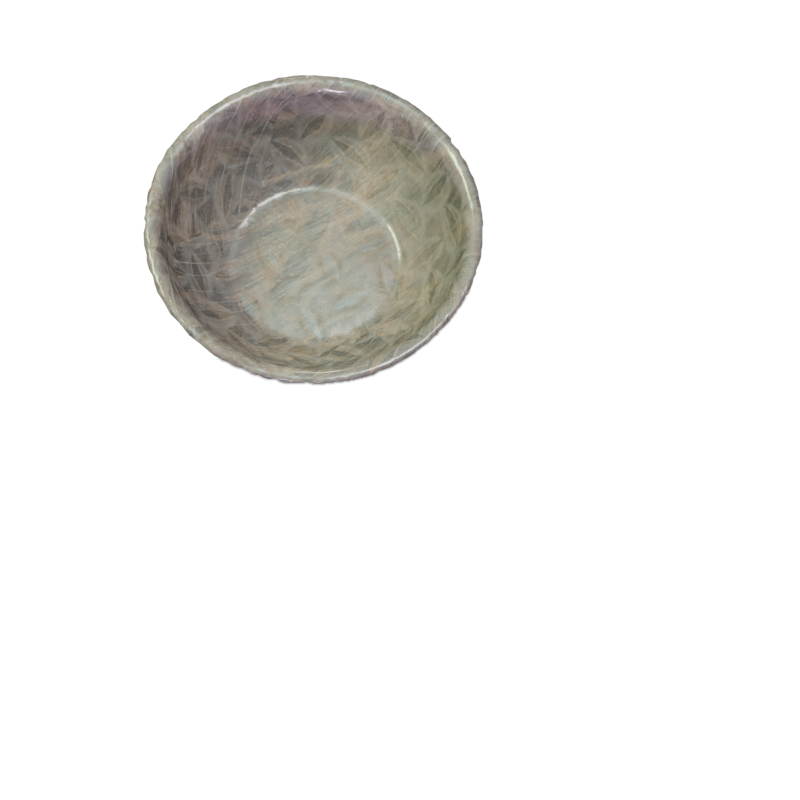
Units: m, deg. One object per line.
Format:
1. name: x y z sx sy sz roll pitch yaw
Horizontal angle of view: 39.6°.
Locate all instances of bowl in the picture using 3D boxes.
1. bowl: -0.043 -0.078 0.549 0.162 0.171 0.052 -1 -23 -1
